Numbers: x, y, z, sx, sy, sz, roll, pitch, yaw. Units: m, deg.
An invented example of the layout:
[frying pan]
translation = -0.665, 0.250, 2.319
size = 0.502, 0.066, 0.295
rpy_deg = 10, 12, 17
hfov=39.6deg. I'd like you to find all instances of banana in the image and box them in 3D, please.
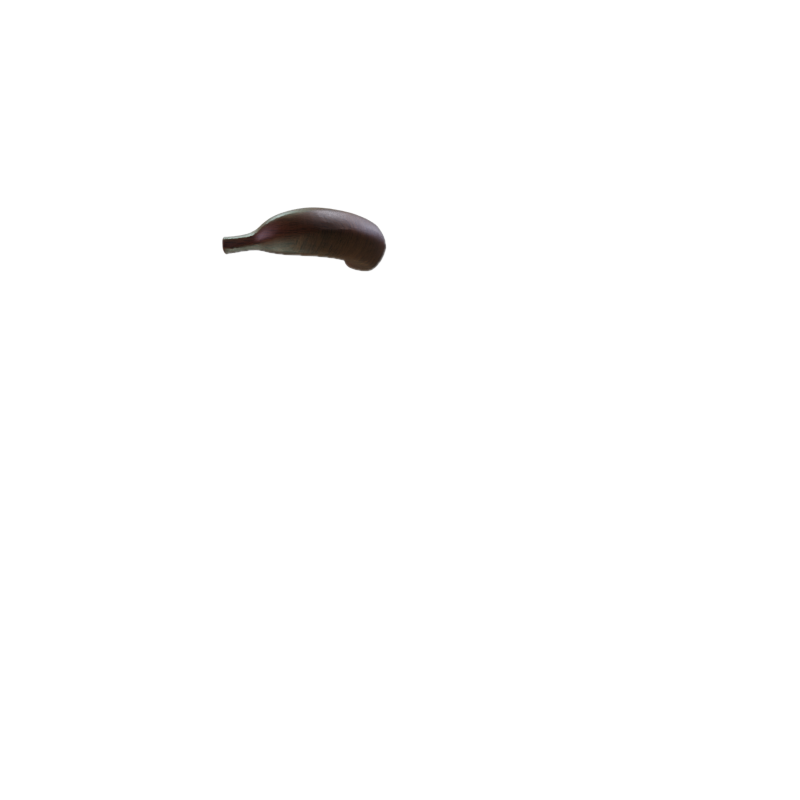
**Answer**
[banana]
translation = -0.052, -0.121, 0.838
size = 0.072, 0.037, 0.190
rpy_deg = 0, 0, 28
